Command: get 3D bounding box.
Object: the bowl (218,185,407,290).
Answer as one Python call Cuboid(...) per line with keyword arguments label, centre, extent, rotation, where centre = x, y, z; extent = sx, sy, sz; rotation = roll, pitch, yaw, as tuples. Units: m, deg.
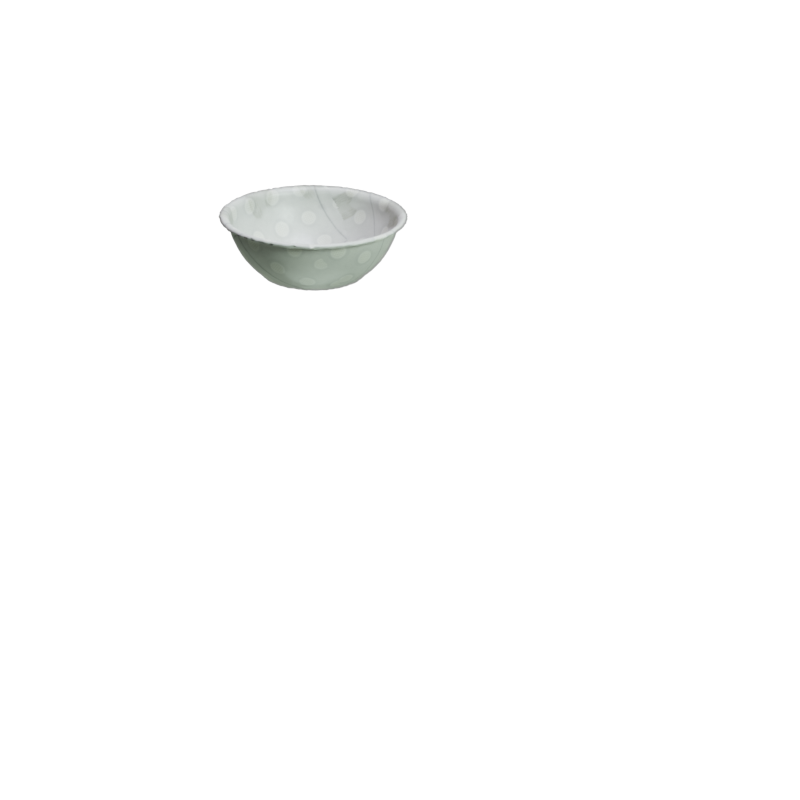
Cuboid(label="bowl", centre=(-0.075, -0.137, 0.962), extent=(0.162, 0.052, 0.171), rotation=(-1, 27, -2))
